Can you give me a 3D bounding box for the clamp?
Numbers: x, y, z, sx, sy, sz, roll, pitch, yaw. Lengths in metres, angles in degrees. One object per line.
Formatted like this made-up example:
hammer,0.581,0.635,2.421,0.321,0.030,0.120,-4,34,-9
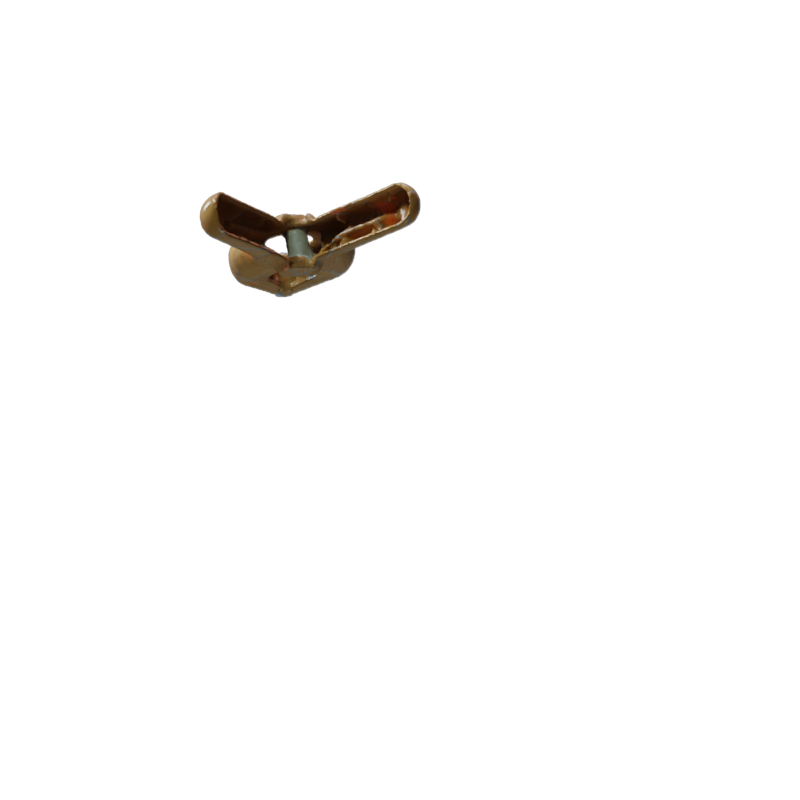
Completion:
clamp,-0.052,-0.095,0.667,0.120,0.040,0.168,0,-5,-2
